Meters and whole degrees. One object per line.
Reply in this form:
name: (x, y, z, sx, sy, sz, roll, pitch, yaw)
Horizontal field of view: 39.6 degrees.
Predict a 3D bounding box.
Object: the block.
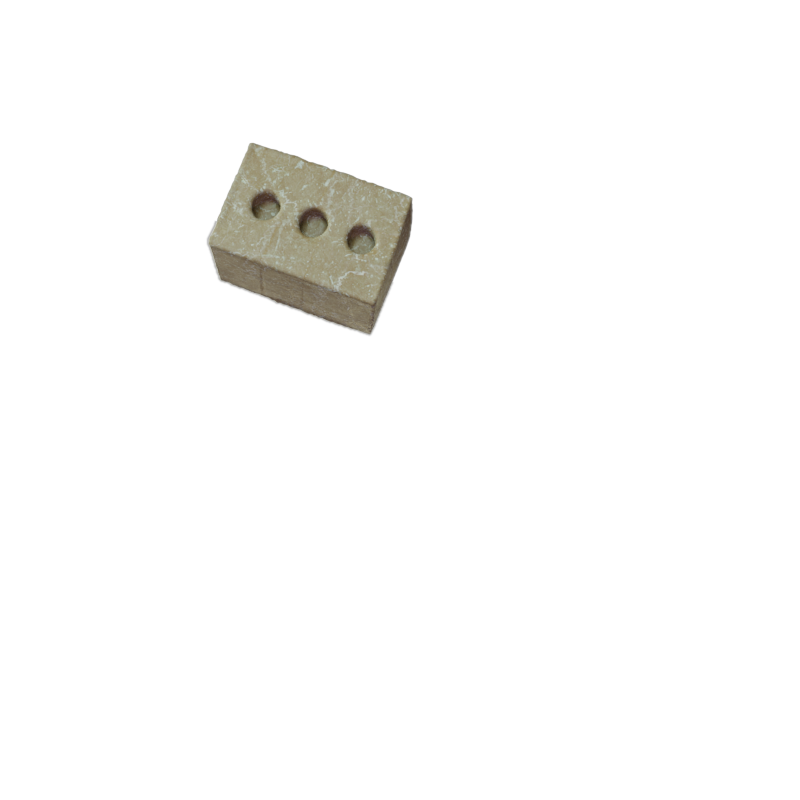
block: (-0.039, -0.071, 0.494, 0.079, 0.054, 0.049, 19, -16, 5)
